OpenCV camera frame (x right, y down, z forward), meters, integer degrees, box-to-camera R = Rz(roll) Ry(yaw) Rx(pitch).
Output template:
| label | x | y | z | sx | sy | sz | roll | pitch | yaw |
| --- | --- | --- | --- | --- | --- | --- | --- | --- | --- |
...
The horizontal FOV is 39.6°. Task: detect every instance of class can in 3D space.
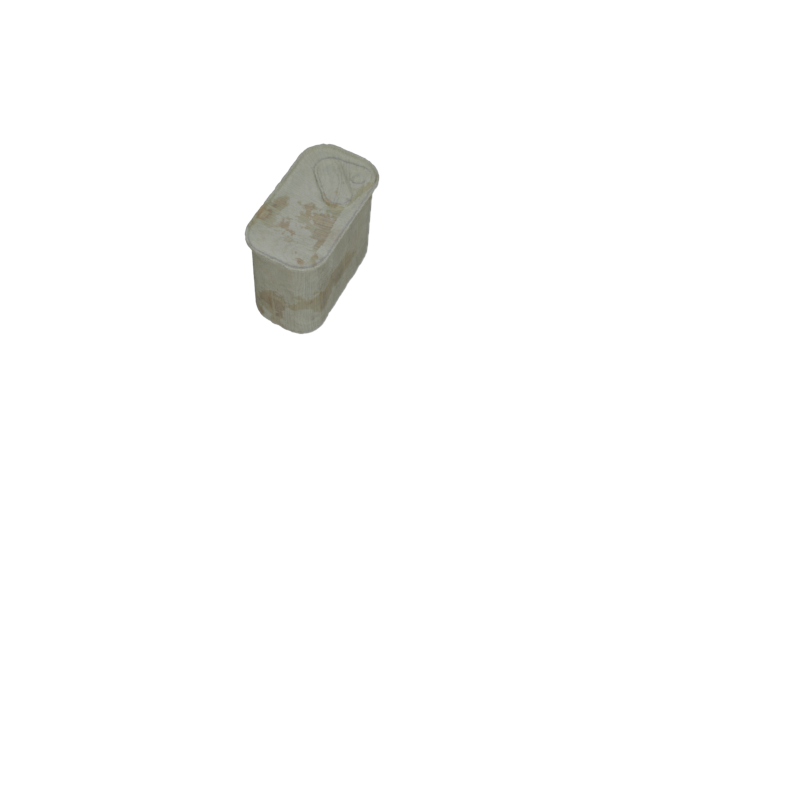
| label | x | y | z | sx | sy | sz | roll | pitch | yaw |
| --- | --- | --- | --- | --- | --- | --- | --- | --- | --- |
| can | -0.058 | -0.106 | 0.745 | 0.059 | 0.105 | 0.079 | 25 | -29 | 12 |
